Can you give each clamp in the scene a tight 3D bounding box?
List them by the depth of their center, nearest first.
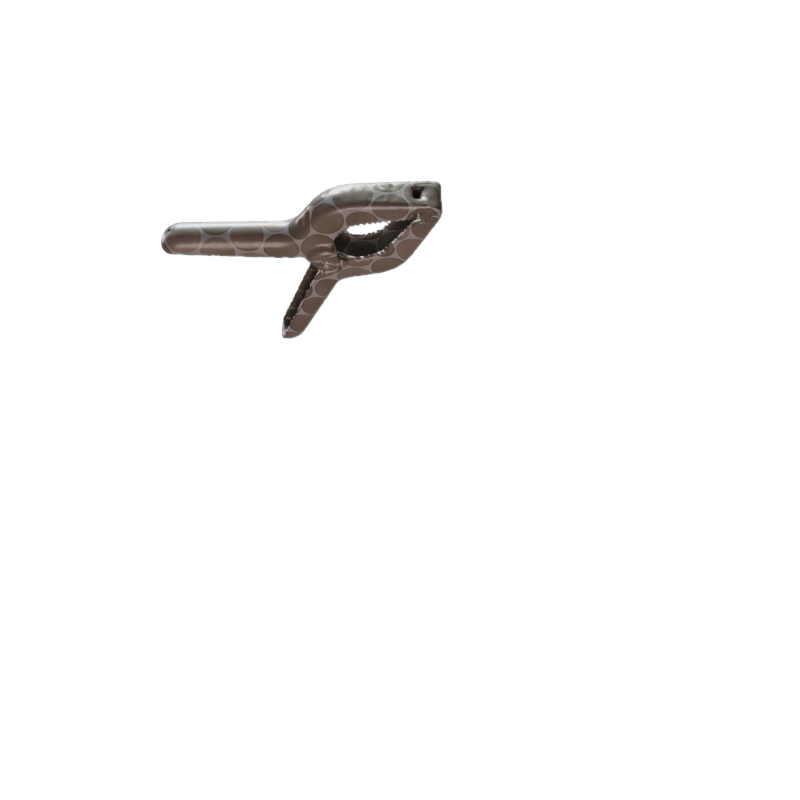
[{"bbox_3d":[-0.066,-0.121,0.845,0.210,0.039,0.153,-24,-38,34],"label":"clamp"}]
